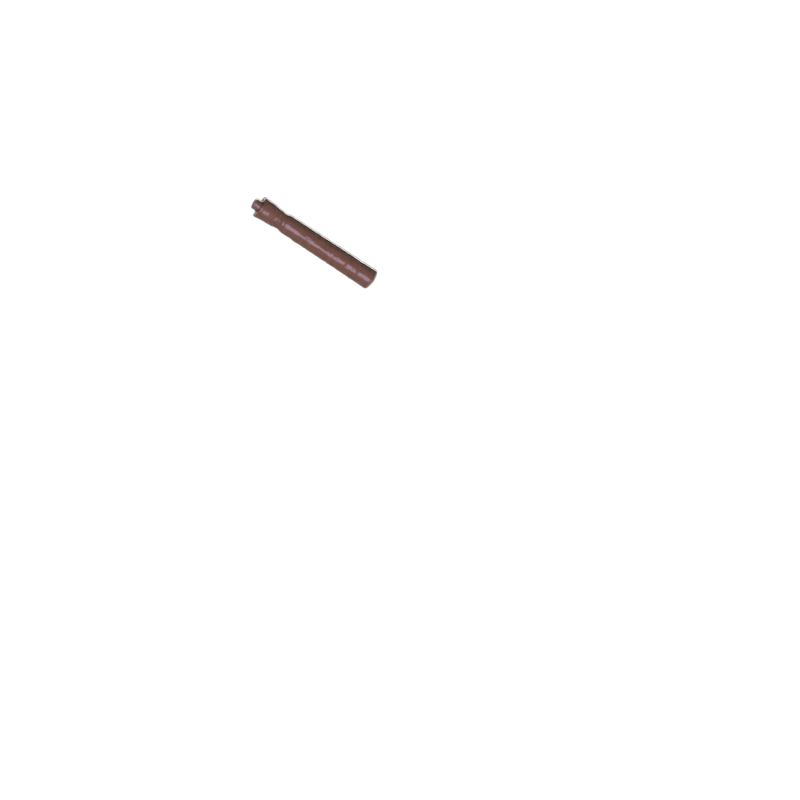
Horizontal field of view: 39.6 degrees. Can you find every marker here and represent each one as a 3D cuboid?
[{"bbox_3d":[-0.072,-0.132,0.923,0.117,0.020,0.020,32,-7,-16],"label":"marker"}]
